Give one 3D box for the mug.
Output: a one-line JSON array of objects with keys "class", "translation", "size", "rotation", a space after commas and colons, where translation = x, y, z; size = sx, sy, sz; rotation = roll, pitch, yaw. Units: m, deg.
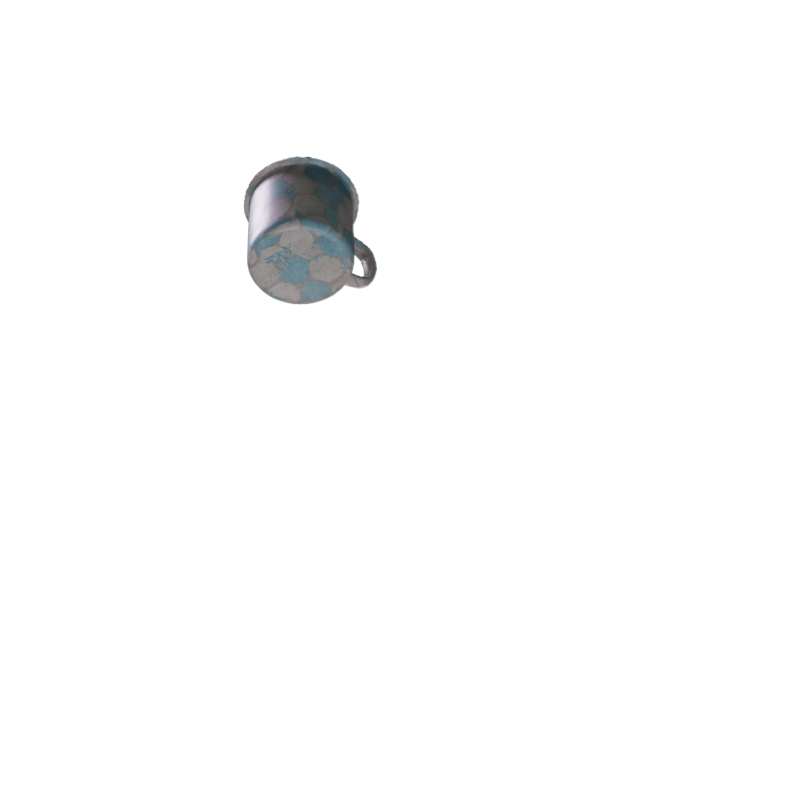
[{"class": "mug", "translation": [-0.068, -0.124, 0.866], "size": [0.111, 0.087, 0.091], "rotation": [30, -57, -25]}]
